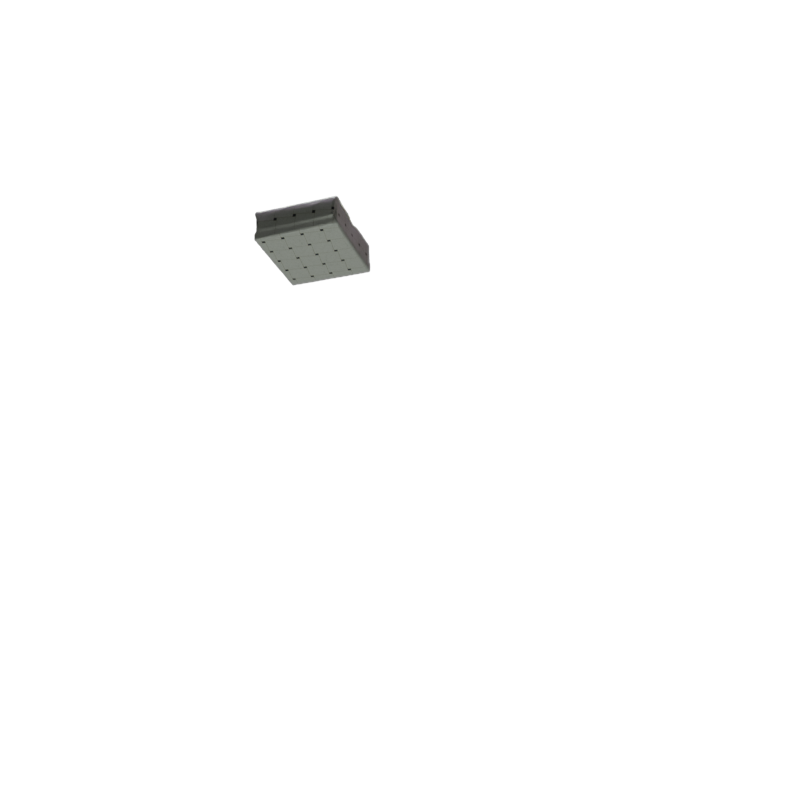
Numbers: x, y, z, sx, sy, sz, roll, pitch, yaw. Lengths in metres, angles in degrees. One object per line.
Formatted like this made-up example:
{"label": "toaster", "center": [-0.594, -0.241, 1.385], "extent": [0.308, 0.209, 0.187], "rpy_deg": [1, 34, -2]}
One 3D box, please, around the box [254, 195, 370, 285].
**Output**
{"label": "box", "center": [-0.073, -0.134, 0.938], "extent": [0.074, 0.032, 0.083], "rpy_deg": [-9, -27, 17]}
